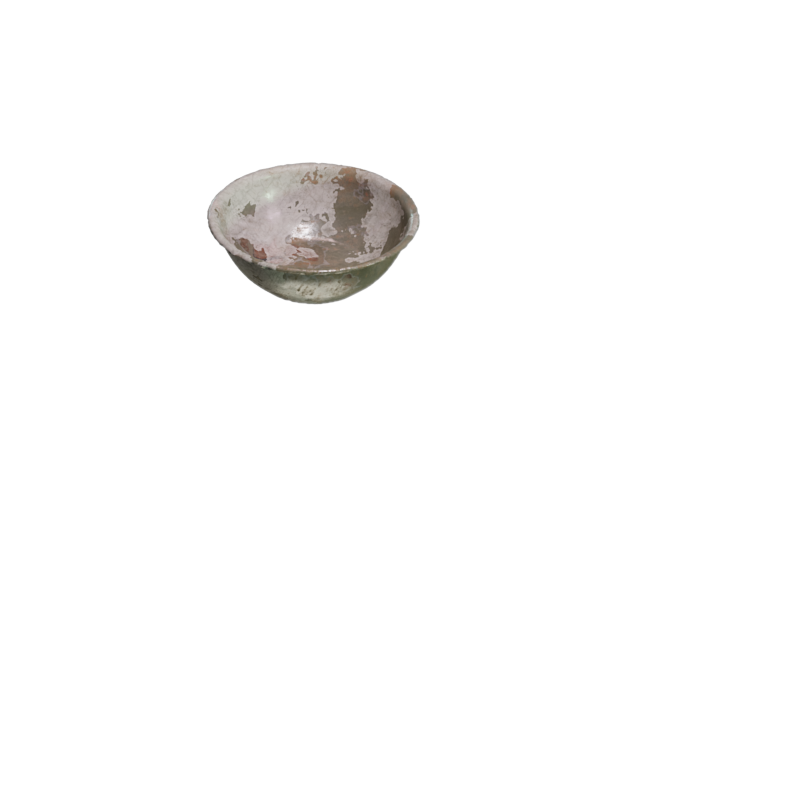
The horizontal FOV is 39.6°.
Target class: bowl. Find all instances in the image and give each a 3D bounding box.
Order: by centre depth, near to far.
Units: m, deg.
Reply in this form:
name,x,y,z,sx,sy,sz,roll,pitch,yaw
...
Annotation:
name,x,y,z,sx,sy,sz,roll,pitch,yaw
bowl,-0.067,-0.122,0.857,0.162,0.051,0.173,-1,38,-2
